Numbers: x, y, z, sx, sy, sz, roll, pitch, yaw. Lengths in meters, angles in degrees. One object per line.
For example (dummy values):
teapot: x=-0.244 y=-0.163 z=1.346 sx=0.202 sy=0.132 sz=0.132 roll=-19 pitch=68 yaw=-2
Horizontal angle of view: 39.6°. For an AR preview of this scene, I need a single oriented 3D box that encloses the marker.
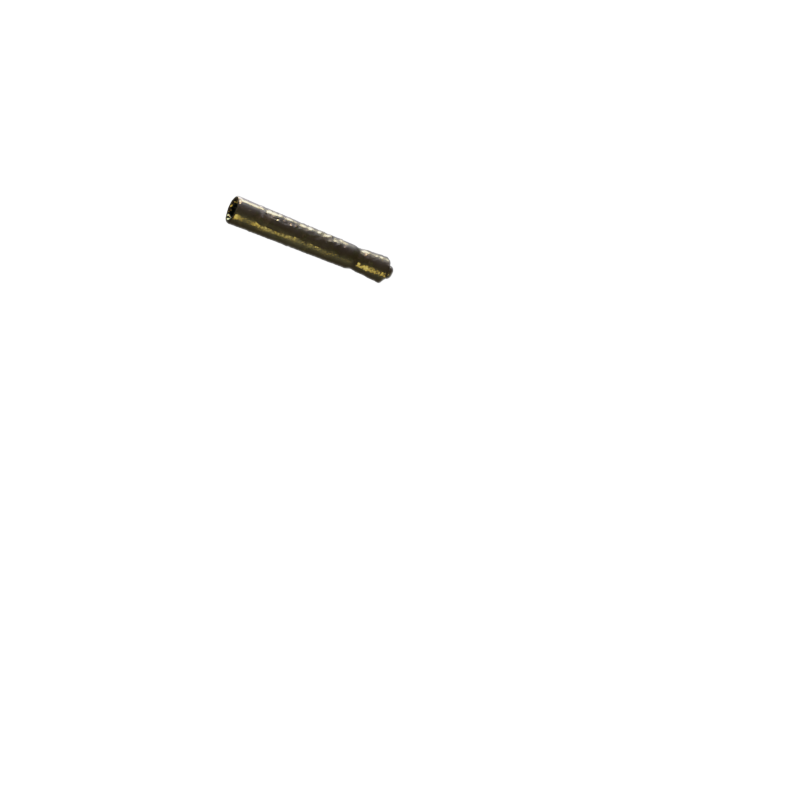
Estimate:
marker: x=-0.057 y=-0.104 z=0.728 sx=0.116 sy=0.020 sz=0.020 roll=19 pitch=-5 yaw=-23
